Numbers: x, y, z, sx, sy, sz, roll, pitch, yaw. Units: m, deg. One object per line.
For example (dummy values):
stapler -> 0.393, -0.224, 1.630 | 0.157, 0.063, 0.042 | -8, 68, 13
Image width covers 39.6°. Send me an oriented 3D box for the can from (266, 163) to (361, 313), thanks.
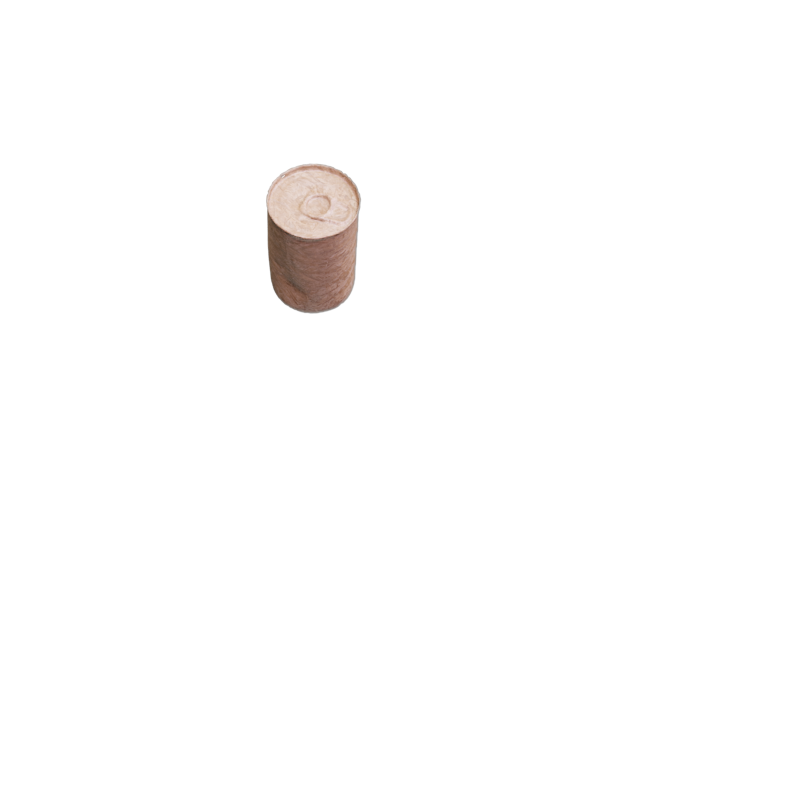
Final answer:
can -> -0.065, -0.119, 0.833 | 0.068, 0.073, 0.096 | 0, -32, -3
